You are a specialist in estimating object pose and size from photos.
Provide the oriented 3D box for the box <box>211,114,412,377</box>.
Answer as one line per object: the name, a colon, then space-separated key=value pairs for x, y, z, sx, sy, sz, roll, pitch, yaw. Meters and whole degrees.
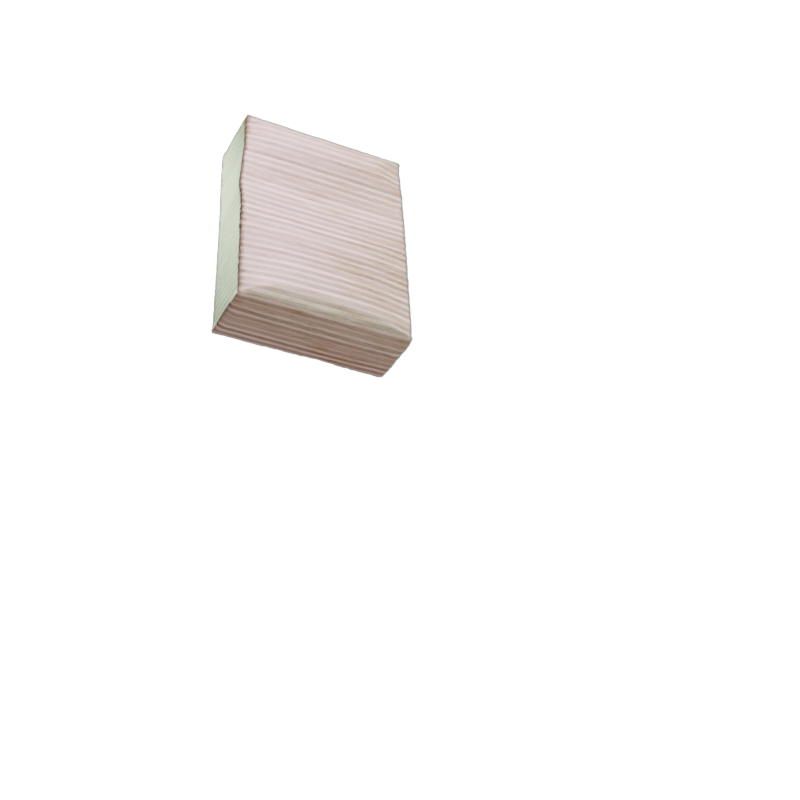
box: x=-0.078 y=-0.142 z=0.995 sx=0.158 sy=0.229 sz=0.069 roll=14 pitch=-40 yaw=-21
